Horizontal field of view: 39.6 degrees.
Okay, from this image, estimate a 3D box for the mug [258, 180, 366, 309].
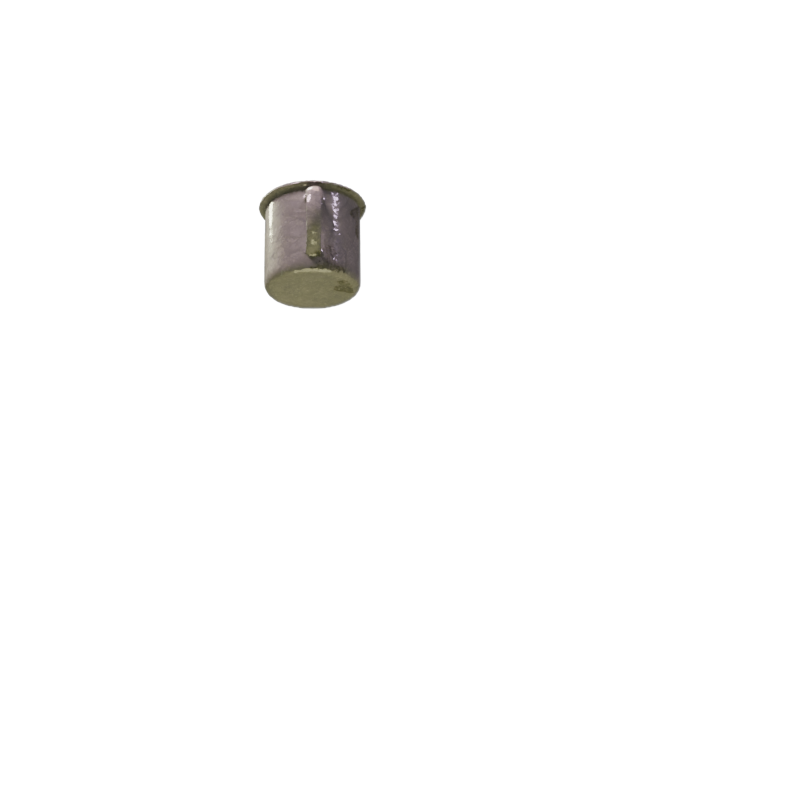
[{"bbox_3d":[-0.073,-0.134,0.938,0.092,0.086,0.112,2,-24,-6],"label":"mug"}]
